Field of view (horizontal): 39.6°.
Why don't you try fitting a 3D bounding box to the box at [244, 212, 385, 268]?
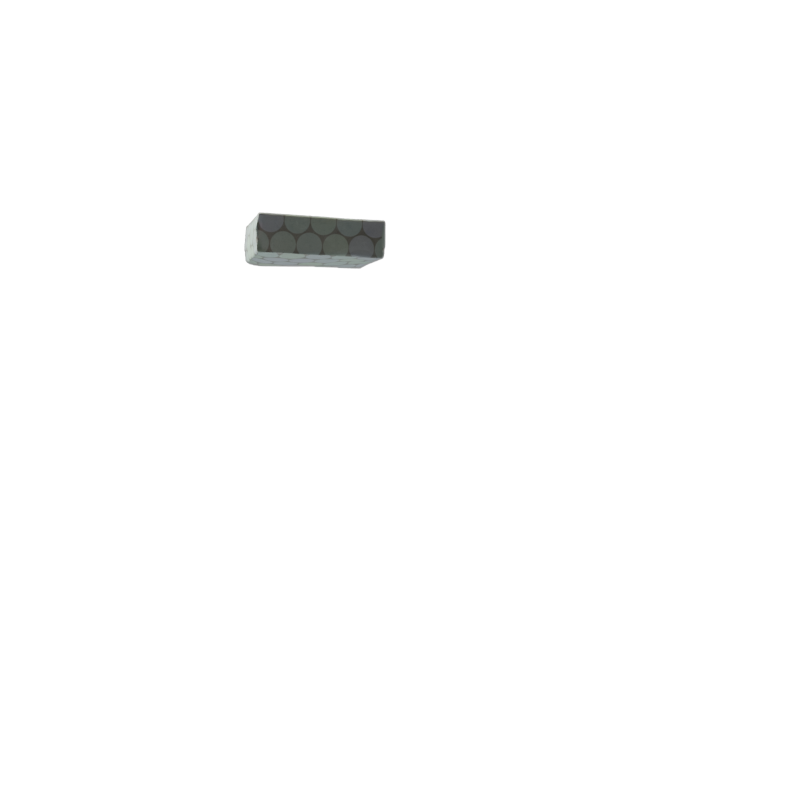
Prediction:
[{"bbox_3d":[-0.077,-0.140,0.978,0.112,0.039,0.090,0,-1,-12],"label":"box"}]
